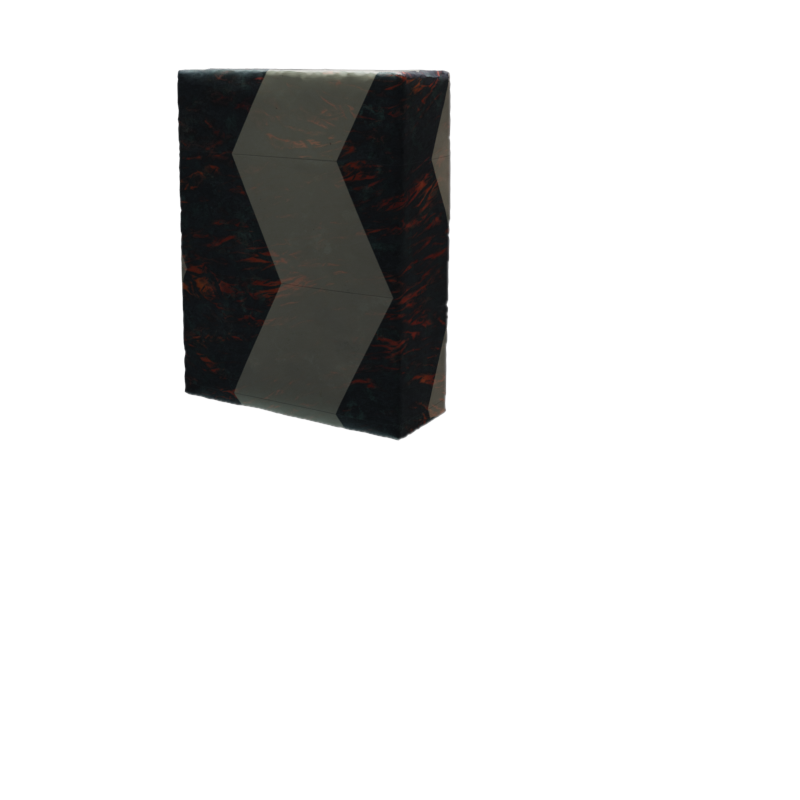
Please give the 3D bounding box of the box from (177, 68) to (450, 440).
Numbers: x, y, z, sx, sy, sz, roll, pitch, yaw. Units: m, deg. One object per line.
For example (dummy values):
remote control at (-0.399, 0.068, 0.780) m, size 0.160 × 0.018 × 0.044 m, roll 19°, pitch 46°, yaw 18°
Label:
box at (-0.054, -0.099, 0.693) m, size 0.171 × 0.208 × 0.071 m, roll 9°, pitch 13°, yaw 31°
